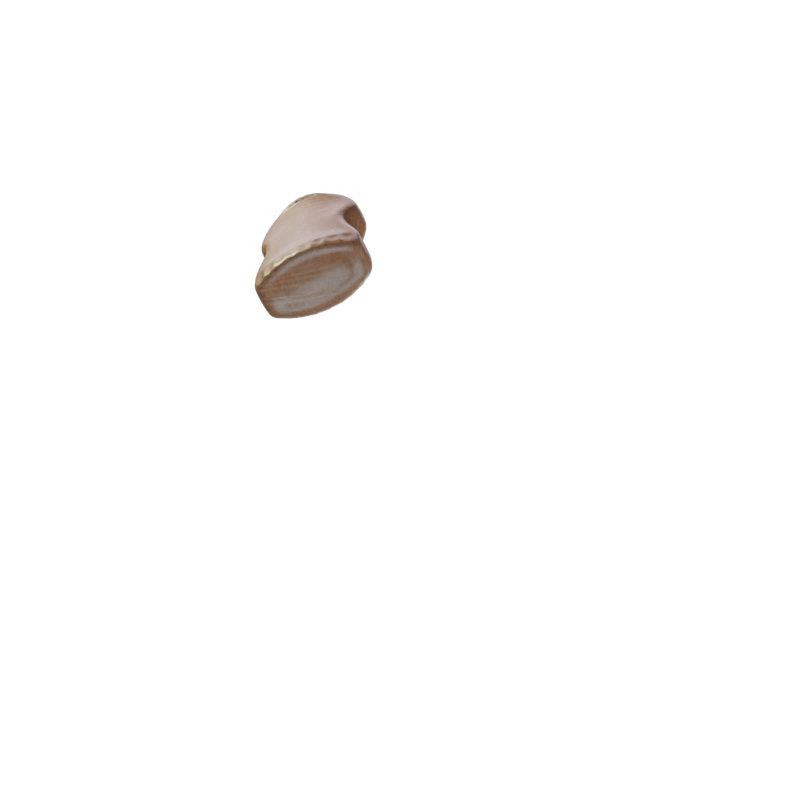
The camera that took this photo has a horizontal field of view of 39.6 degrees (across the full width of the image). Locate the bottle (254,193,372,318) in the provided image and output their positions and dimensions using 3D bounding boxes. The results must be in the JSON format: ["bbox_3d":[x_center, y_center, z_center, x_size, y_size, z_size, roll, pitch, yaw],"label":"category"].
[{"bbox_3d":[-0.077,-0.140,0.983,0.096,0.055,0.202,-26,25,9],"label":"bottle"}]
